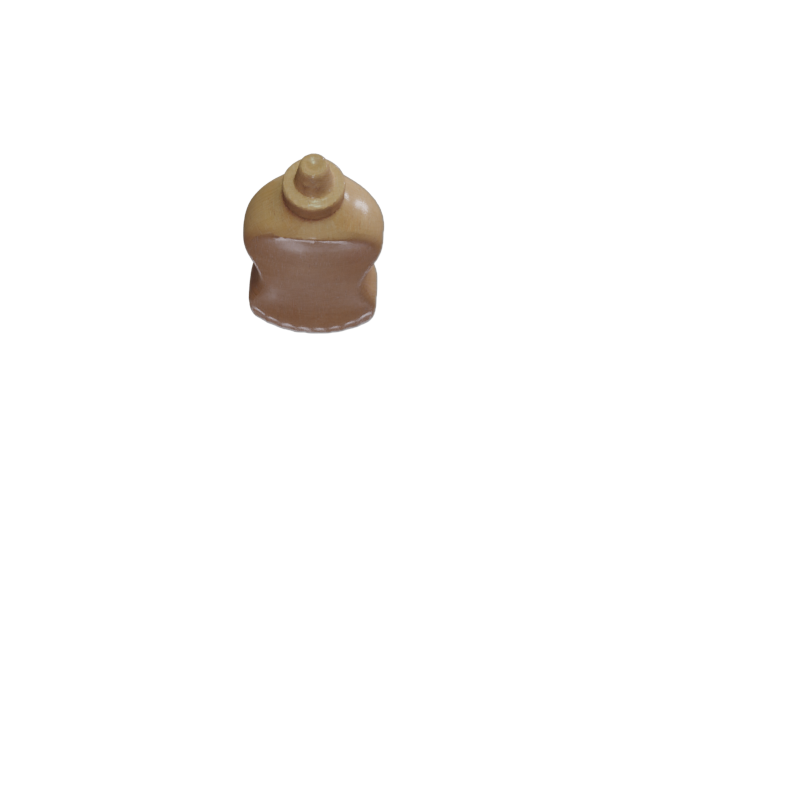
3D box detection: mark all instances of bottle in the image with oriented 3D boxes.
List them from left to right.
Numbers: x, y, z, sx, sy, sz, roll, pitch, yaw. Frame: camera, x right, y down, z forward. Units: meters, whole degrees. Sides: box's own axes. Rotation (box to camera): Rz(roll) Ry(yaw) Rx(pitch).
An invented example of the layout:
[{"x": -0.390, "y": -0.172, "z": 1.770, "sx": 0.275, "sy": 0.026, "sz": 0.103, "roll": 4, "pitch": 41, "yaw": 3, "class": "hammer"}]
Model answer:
[{"x": -0.060, "y": -0.111, "z": 0.771, "sx": 0.096, "sy": 0.062, "sz": 0.181, "roll": 5, "pitch": -23, "yaw": -1, "class": "bottle"}]
